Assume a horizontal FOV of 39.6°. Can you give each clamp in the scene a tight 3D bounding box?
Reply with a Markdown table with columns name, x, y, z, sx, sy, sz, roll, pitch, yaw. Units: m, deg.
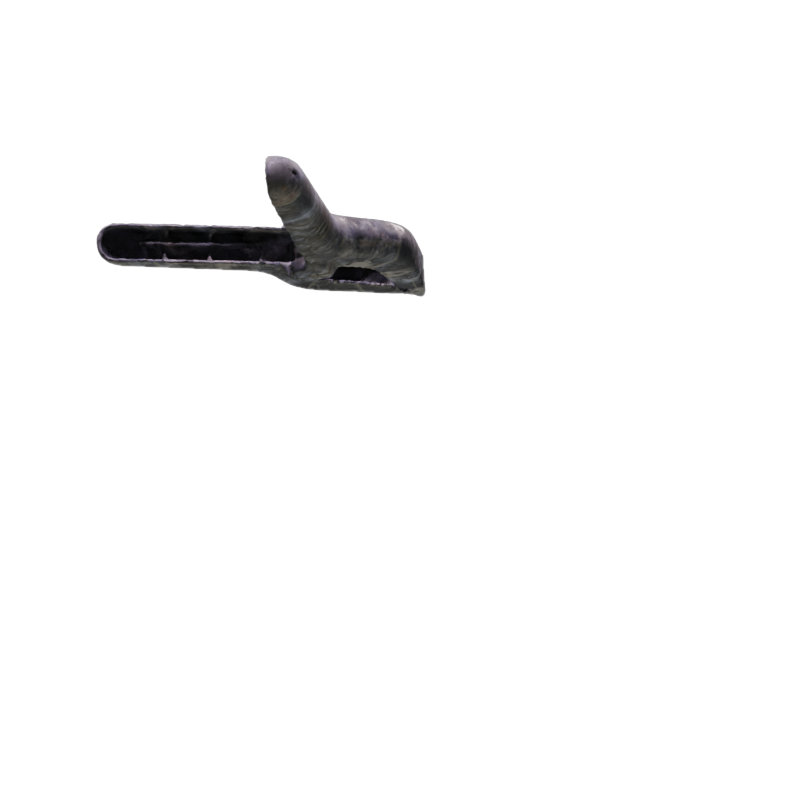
| name | x | y | z | sx | sy | sz | roll | pitch | yaw |
| --- | --- | --- | --- | --- | --- | --- | --- | --- | --- |
| clamp | -0.052 | -0.094 | 0.661 | 0.200 | 0.038 | 0.167 | 7 | -12 | -38 |
